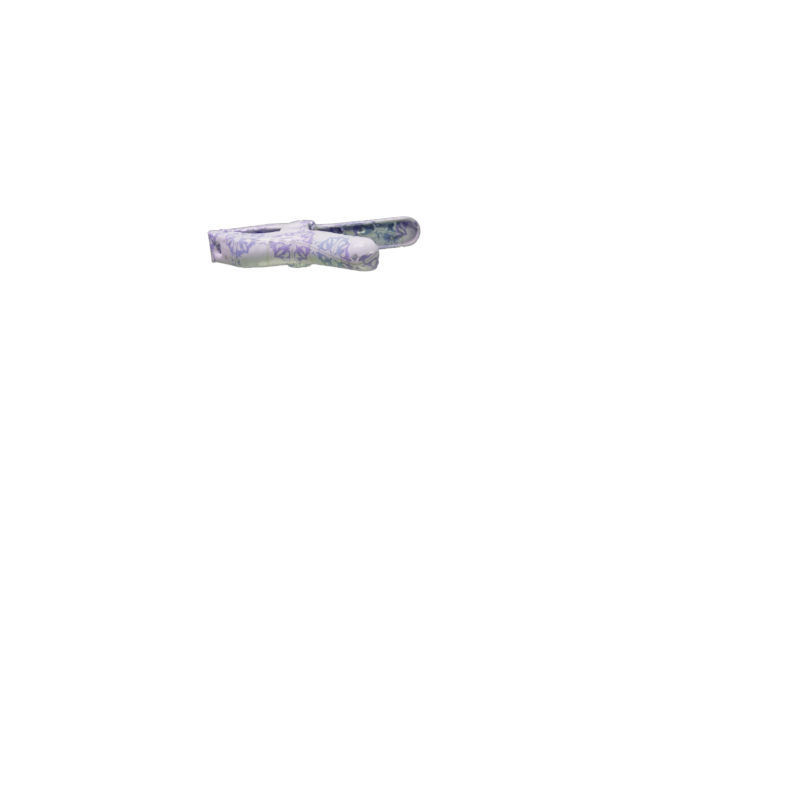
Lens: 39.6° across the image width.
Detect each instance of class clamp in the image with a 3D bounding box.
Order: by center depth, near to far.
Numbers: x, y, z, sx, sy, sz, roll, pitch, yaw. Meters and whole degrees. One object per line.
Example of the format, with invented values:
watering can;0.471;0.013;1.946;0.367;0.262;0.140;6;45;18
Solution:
clamp;-0.070;-0.128;0.896;0.178;0.038;0.118;7;15;28
